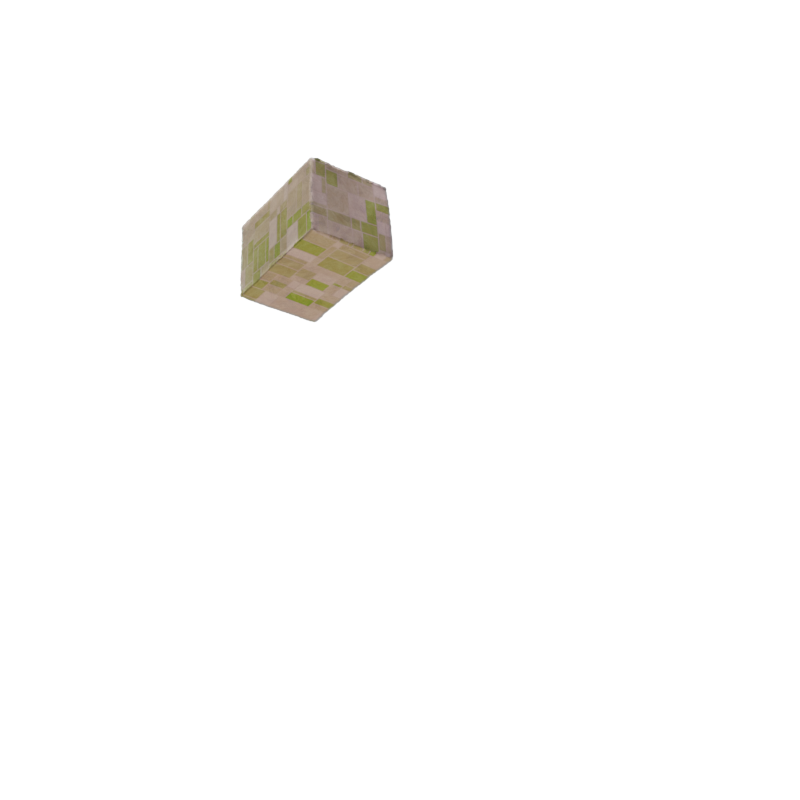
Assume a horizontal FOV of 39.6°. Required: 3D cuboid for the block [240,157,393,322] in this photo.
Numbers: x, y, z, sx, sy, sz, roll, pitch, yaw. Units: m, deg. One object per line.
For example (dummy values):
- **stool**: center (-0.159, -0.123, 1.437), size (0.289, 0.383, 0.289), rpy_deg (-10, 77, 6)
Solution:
- **block**: center (-0.048, -0.088, 0.617), size (0.050, 0.055, 0.077), rpy_deg (20, -37, -31)
